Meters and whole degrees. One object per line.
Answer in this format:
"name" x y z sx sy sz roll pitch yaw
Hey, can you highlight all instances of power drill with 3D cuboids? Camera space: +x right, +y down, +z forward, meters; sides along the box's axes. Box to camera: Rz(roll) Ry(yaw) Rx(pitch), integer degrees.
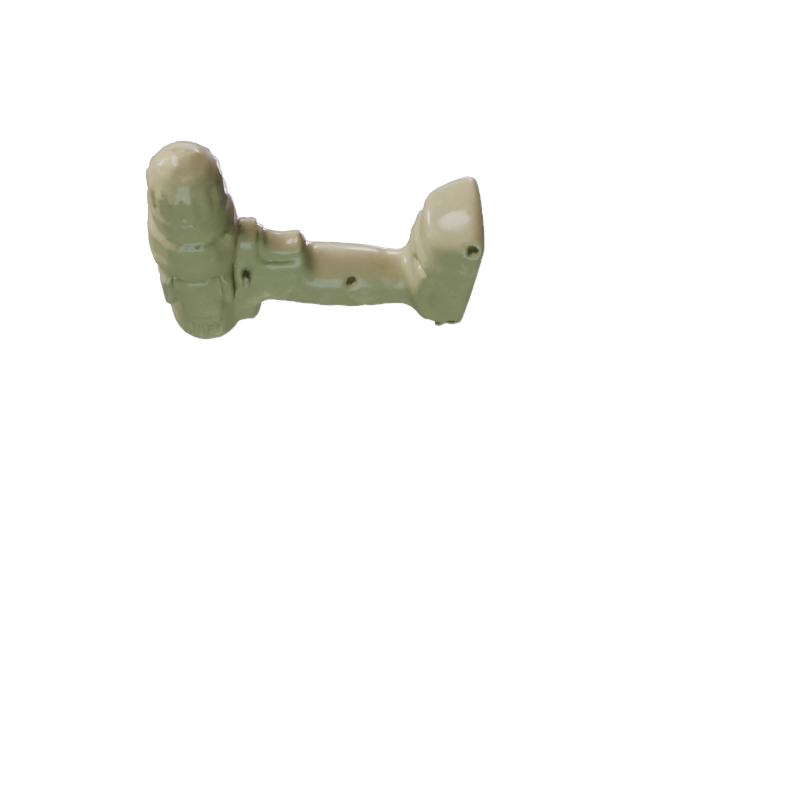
"power drill" -0.050 -0.091 0.640 0.187 0.061 0.175 1 -21 -2
